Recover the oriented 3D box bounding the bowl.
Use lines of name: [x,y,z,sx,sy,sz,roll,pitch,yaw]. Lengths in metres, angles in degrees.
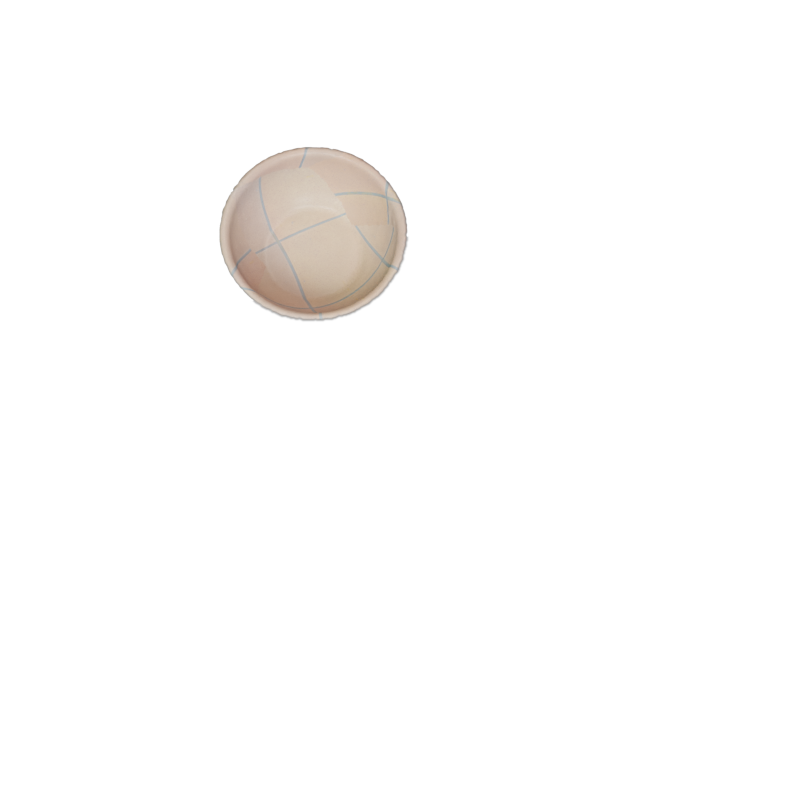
bowl: [-0.076,-0.139,0.976,0.162,0.170,0.052,-1,-20,-1]
